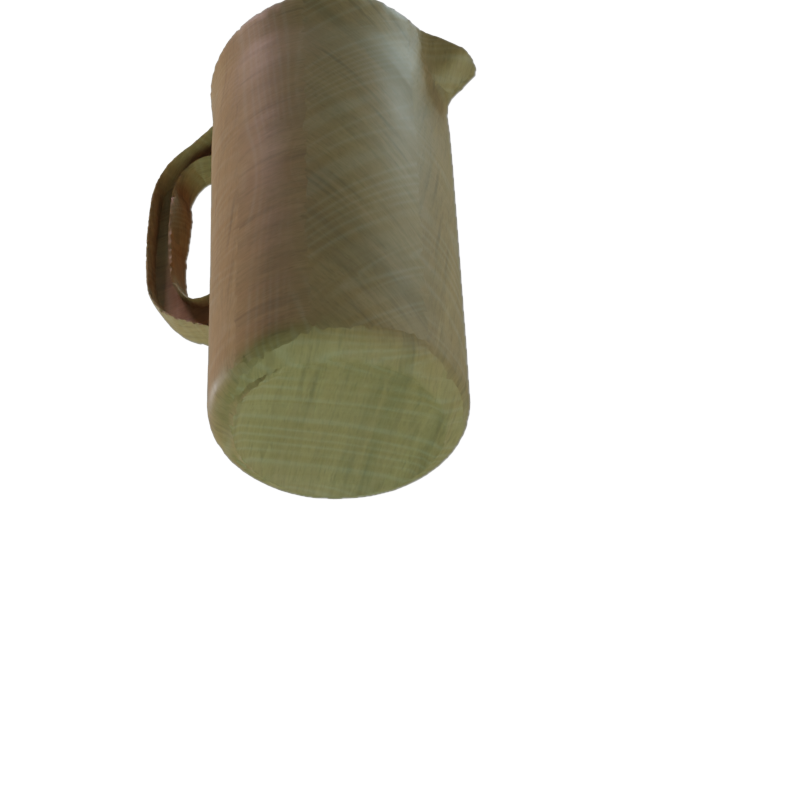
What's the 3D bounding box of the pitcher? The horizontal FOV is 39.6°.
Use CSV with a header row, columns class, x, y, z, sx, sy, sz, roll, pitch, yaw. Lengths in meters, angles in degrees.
class,x,y,z,sx,sy,sz,roll,pitch,yaw
pitcher,-0.042,-0.077,0.539,0.141,0.261,0.143,15,-47,-18
